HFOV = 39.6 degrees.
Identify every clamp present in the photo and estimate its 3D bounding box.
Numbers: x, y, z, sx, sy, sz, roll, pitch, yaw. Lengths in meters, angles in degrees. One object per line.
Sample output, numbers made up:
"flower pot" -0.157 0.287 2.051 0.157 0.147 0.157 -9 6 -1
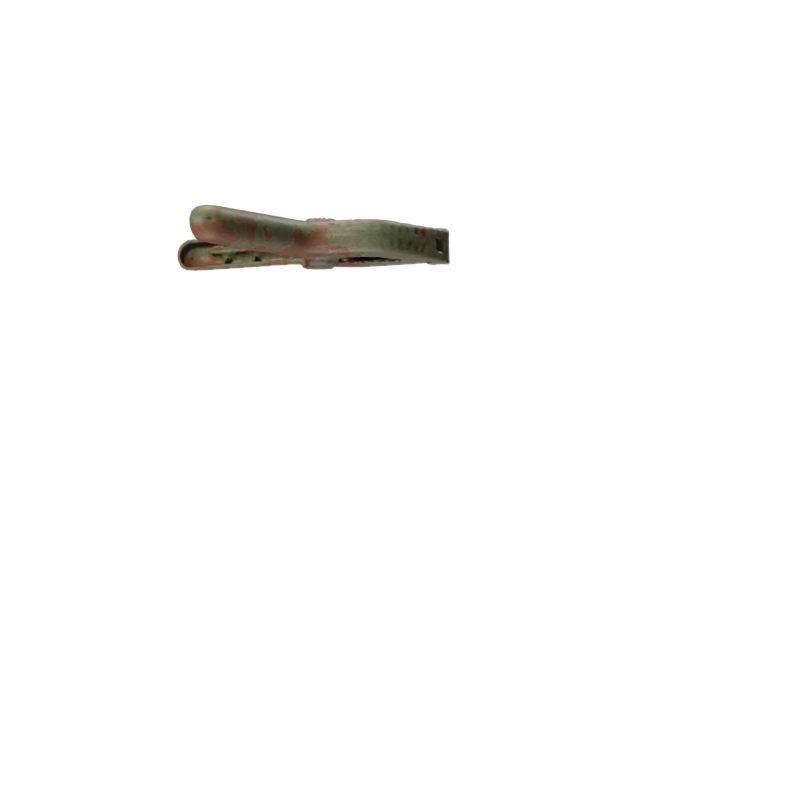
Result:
"clamp" -0.064 -0.117 0.821 0.209 0.037 0.164 0 -1 -5
